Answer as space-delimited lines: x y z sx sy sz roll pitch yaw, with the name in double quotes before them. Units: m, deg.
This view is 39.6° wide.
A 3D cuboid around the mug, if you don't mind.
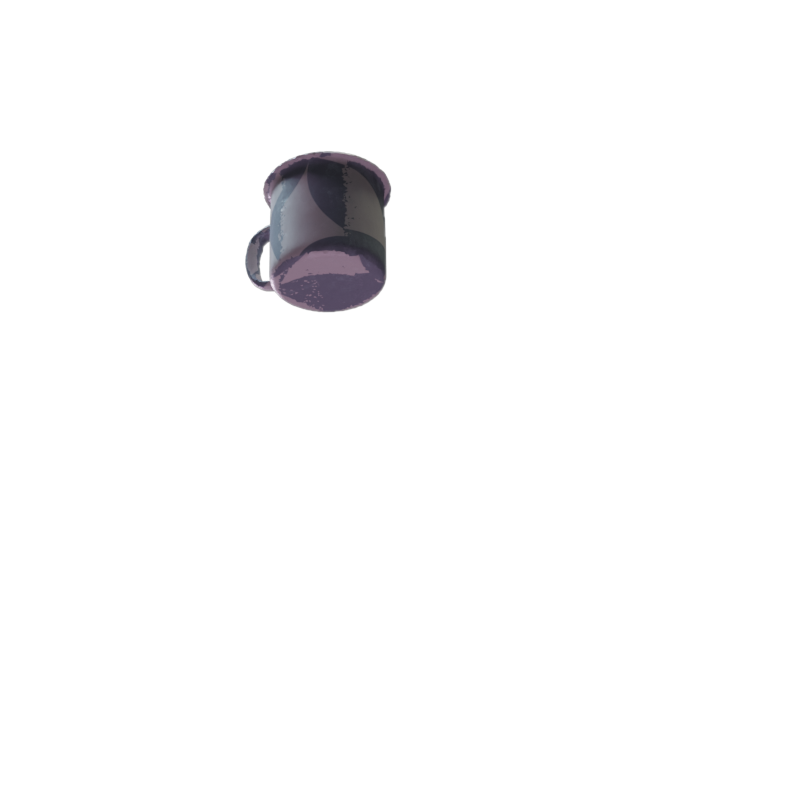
"mug" -0.062 -0.113 0.789 0.118 0.087 0.086 -17 -34 25
